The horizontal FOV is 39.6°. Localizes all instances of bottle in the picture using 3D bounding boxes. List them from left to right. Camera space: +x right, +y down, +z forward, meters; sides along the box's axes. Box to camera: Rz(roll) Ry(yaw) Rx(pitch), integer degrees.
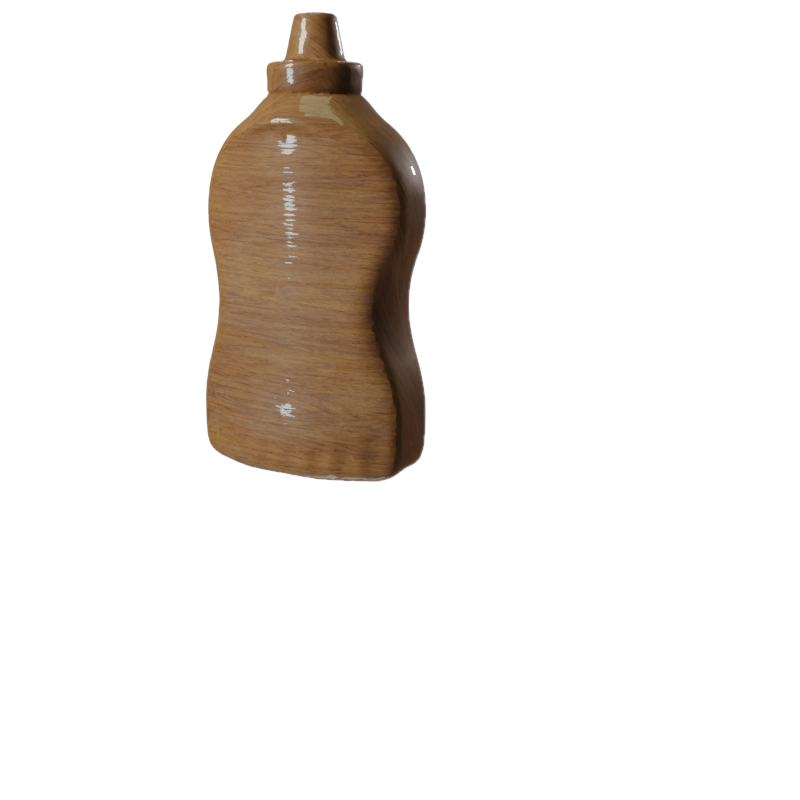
[{"bbox_3d":[-0.037,-0.068,0.474,0.100,0.189,0.057,5,8,30],"label":"bottle"}]
